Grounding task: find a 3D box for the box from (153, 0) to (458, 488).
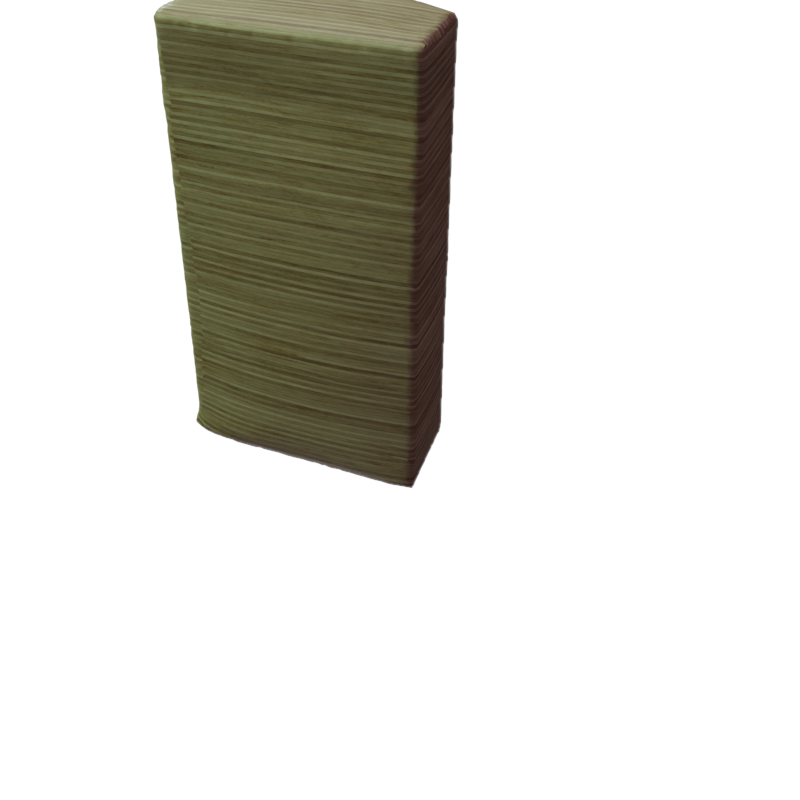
[{"bbox_3d":[-0.031,-0.057,0.396,0.096,0.165,0.049,14,34,17],"label":"box"}]
